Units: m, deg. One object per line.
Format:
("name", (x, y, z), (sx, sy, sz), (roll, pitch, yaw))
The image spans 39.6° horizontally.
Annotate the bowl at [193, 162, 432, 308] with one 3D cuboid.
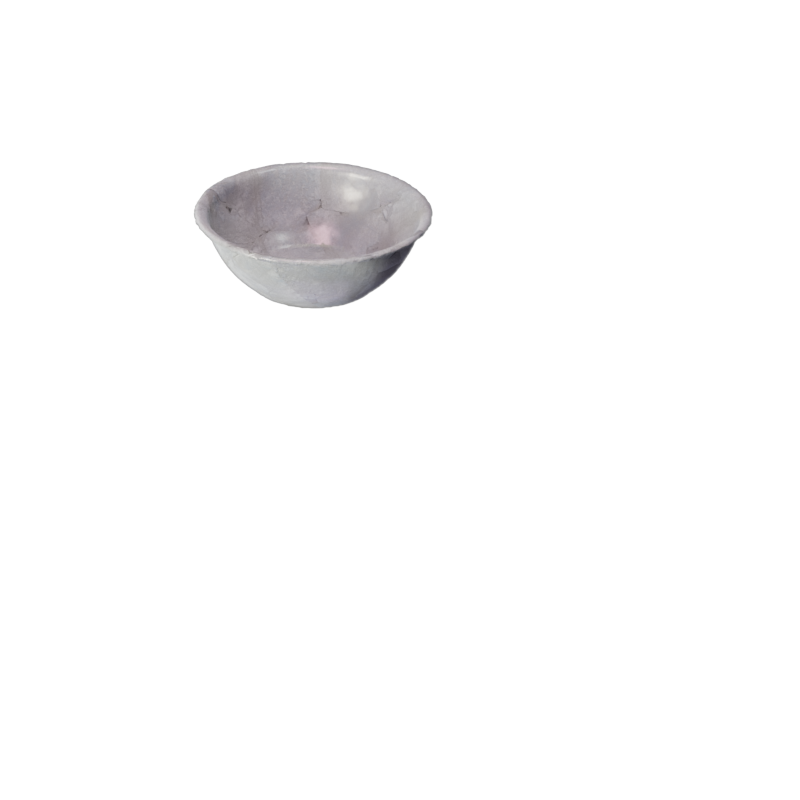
("bowl", (-0.060, -0.109, 0.766), (0.162, 0.052, 0.172), (-1, 33, -2))
